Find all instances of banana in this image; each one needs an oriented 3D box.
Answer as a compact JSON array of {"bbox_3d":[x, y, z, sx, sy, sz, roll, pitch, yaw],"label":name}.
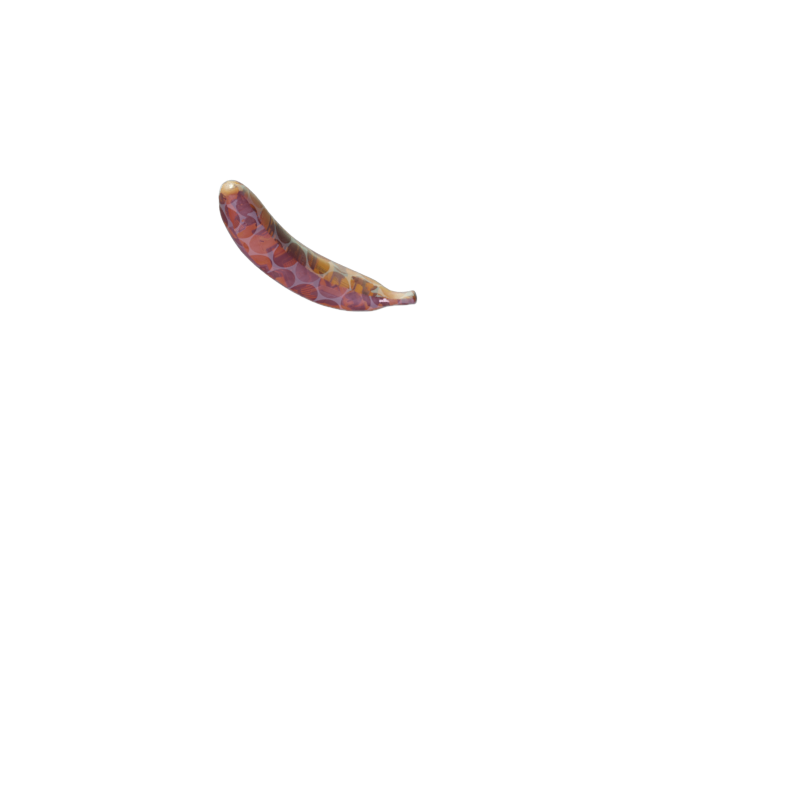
[{"bbox_3d":[-0.078,-0.115,0.877,0.186,0.039,0.069,27,-44,-33],"label":"banana"}]
